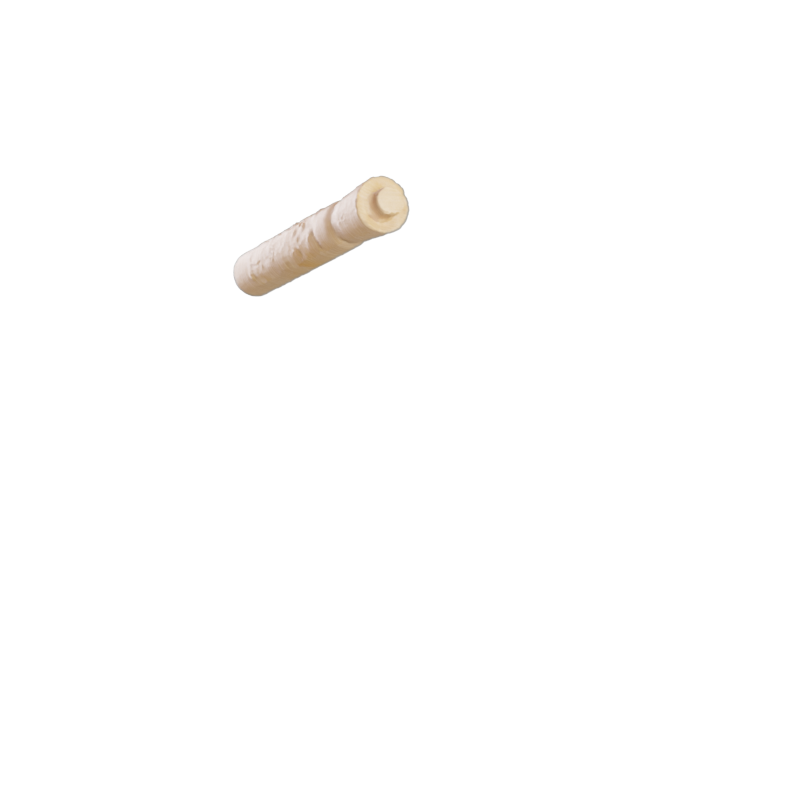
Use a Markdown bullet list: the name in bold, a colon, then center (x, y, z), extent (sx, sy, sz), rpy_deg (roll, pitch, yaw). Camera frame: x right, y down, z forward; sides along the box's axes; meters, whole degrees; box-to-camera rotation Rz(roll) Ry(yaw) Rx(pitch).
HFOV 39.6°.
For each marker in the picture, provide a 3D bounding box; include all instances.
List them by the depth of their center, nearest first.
- **marker**: center (-0.031, -0.057, 0.397), extent (0.019, 0.020, 0.122), rpy_deg (-2, -5, -28)
